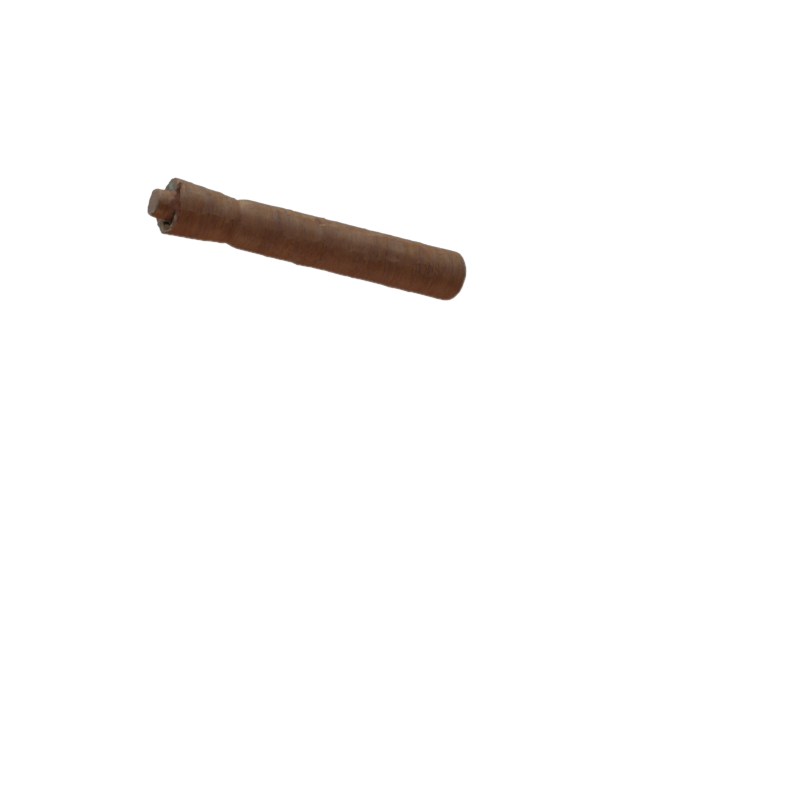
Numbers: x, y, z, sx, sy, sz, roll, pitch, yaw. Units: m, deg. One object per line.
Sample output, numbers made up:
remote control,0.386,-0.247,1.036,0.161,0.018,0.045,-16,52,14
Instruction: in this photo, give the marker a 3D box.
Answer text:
marker,-0.030,-0.055,0.382,0.115,0.020,0.020,10,-2,-30
